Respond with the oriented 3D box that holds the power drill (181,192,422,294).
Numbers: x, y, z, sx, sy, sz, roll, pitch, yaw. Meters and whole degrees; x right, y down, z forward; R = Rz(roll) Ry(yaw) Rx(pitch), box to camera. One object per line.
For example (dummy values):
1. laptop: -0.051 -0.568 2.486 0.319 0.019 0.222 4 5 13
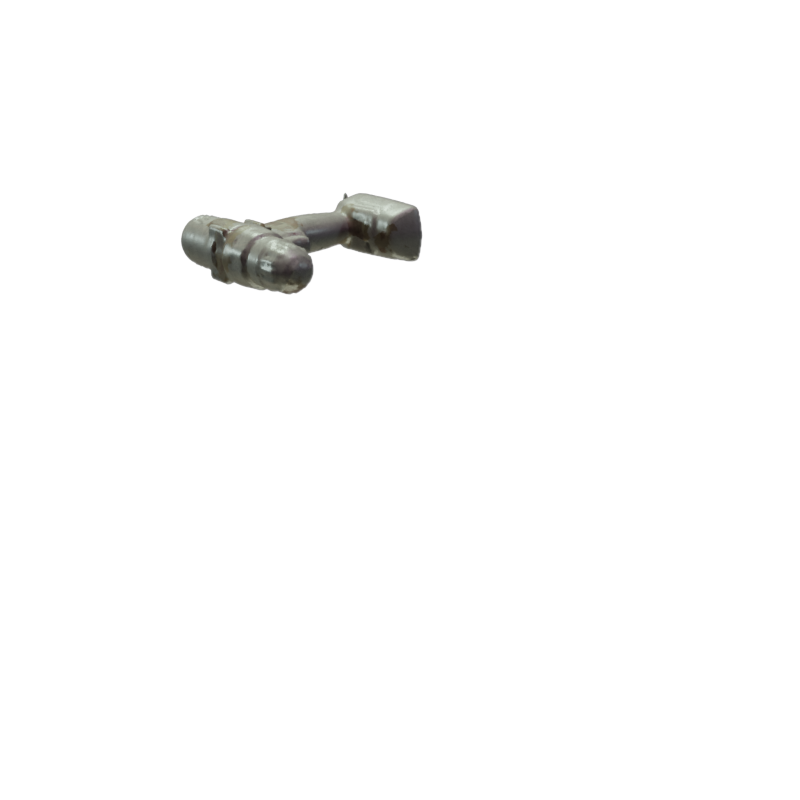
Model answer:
1. power drill: -0.076 -0.139 0.971 0.183 0.055 0.196 -13 23 -32
